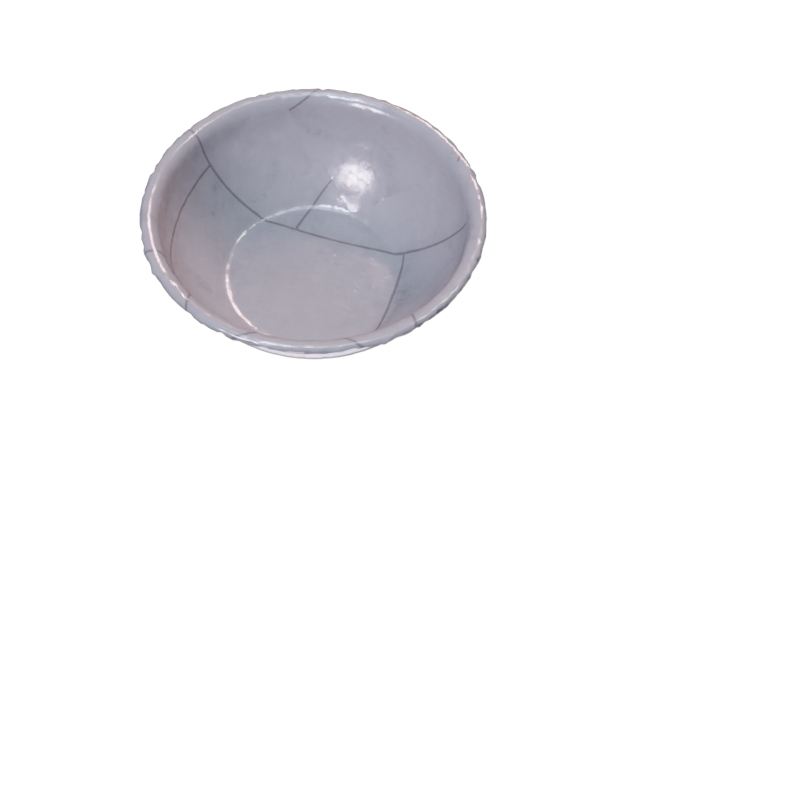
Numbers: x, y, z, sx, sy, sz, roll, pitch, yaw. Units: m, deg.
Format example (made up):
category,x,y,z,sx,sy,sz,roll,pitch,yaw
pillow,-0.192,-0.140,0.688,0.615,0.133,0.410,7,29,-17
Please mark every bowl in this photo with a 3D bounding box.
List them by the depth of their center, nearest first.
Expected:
category,x,y,z,sx,sy,sz,roll,pitch,yaw
bowl,-0.042,-0.077,0.537,0.162,0.174,0.051,-1,-35,-1
